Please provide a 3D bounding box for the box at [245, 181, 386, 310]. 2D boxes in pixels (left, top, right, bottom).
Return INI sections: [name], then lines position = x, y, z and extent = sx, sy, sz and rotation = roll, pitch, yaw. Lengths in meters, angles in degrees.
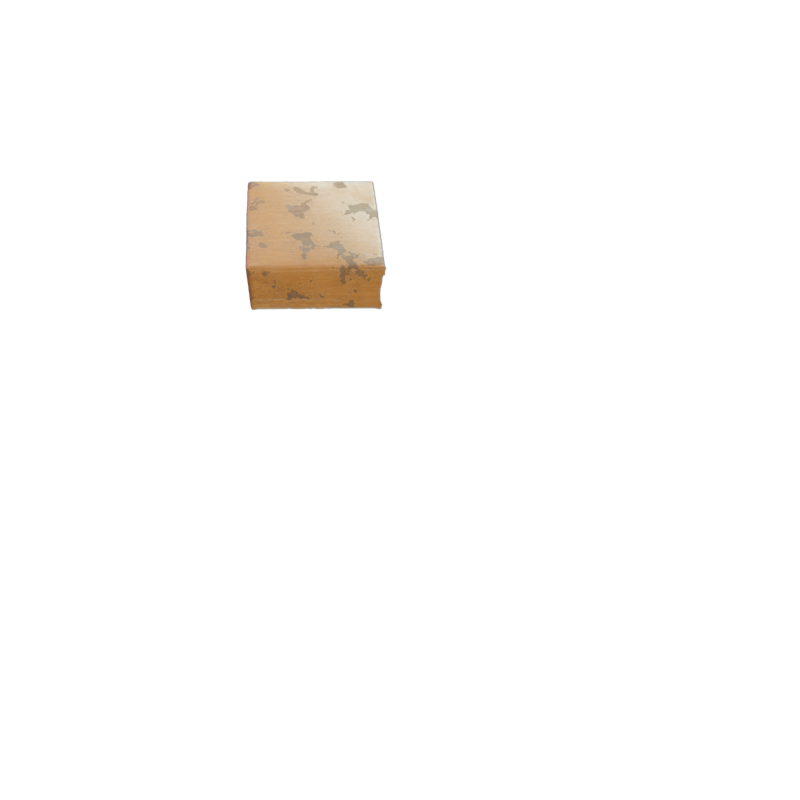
[box]
position = -0.059, -0.107, 0.752
extent = 0.089, 0.036, 0.122
rotation = -2, 40, -3
